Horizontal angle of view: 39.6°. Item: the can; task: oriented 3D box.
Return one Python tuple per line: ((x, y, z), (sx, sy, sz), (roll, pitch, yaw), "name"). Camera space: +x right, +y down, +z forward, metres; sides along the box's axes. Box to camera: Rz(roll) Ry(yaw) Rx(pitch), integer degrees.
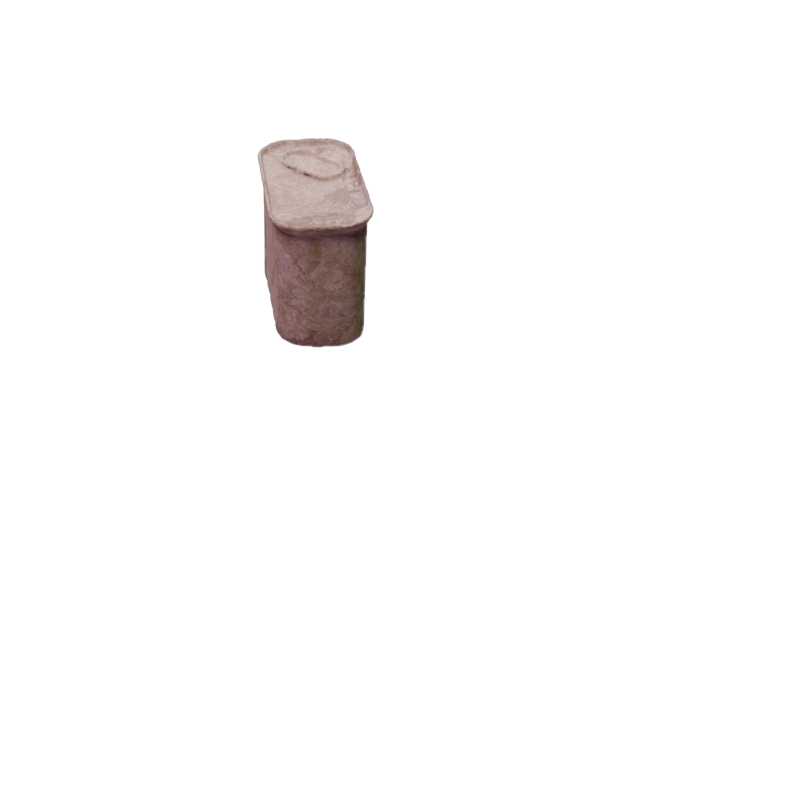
((-0.051, -0.092, 0.646), (0.057, 0.078, 0.110), (-5, 38, -9), "can")
